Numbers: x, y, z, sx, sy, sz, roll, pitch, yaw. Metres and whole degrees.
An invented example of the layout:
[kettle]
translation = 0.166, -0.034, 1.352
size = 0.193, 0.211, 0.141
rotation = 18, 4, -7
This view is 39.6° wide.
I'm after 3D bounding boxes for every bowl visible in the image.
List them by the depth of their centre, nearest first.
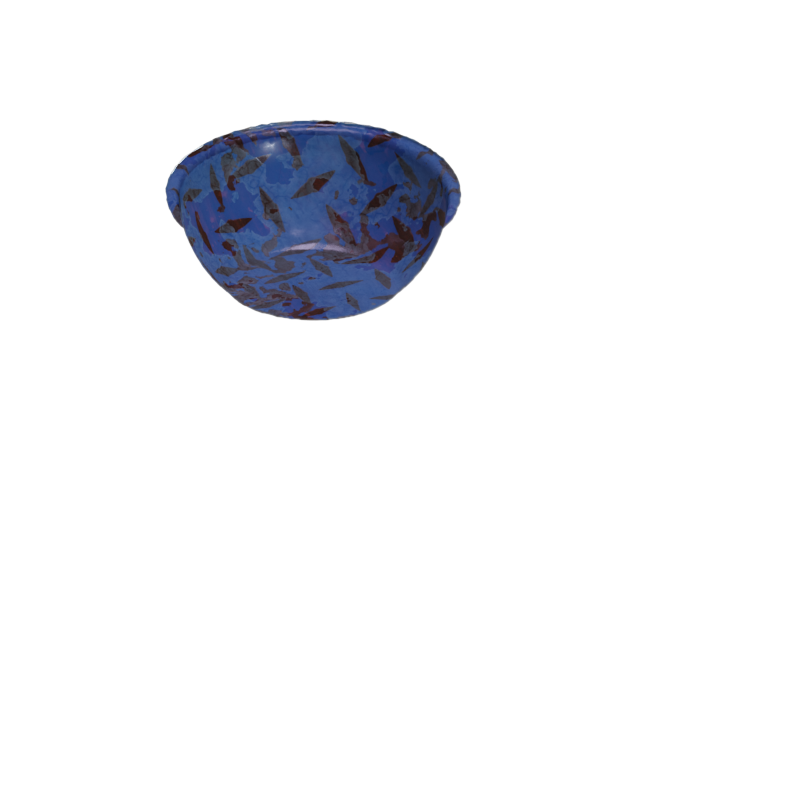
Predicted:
[bowl]
translation = -0.047, -0.085, 0.598
size = 0.162, 0.058, 0.154
rotation = 1, -21, -2
